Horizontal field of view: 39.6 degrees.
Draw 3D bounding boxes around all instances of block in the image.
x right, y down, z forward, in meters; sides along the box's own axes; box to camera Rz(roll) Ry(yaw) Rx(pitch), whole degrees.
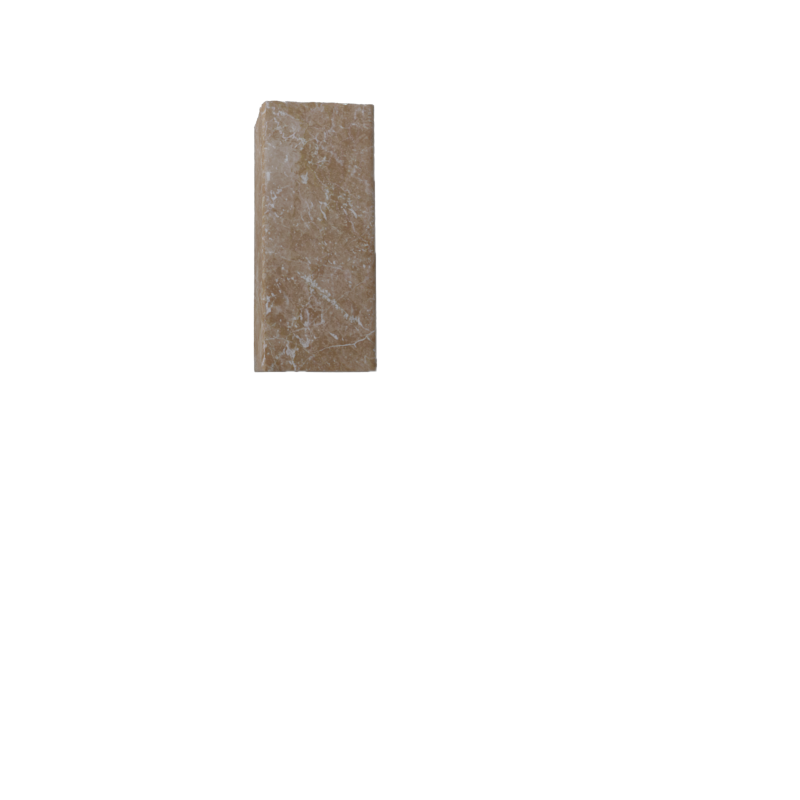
[{"bbox_3d":[-0.070,-0.126,0.883,0.089,0.209,0.090,1,-6,-10],"label":"block"}]
